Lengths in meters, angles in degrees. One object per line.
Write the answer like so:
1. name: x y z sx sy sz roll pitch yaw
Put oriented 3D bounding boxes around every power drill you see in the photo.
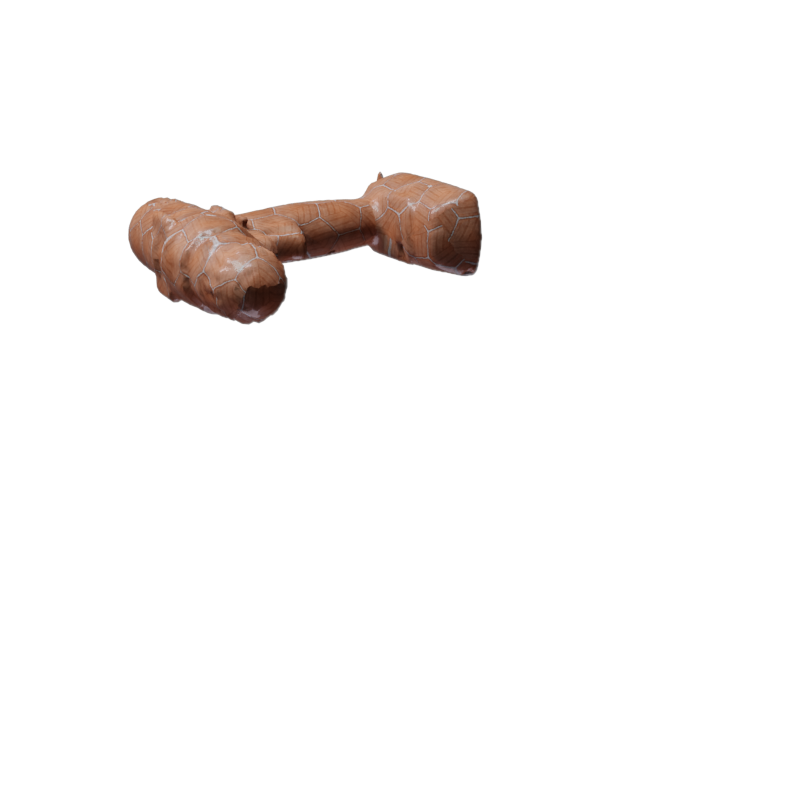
1. power drill: -0.050 -0.092 0.644 0.183 0.055 0.196 -9 22 -25
